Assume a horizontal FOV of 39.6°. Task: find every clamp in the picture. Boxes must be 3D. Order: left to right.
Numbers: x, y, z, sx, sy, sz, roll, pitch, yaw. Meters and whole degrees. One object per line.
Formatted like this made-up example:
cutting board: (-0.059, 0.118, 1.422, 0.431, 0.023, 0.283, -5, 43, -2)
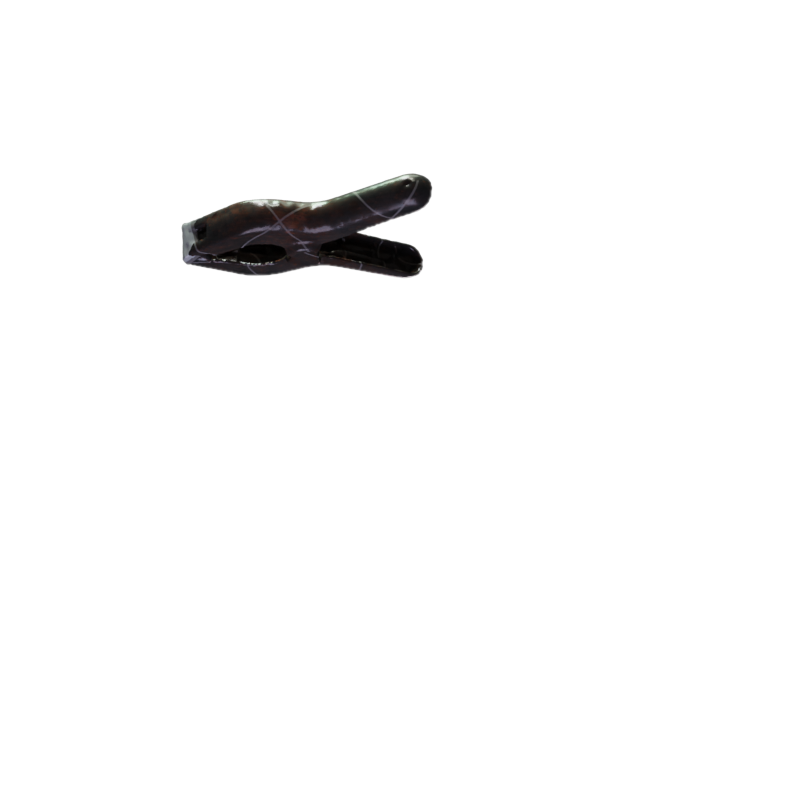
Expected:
clamp: (-0.059, -0.108, 0.755, 0.173, 0.042, 0.112, -4, -27, 8)
